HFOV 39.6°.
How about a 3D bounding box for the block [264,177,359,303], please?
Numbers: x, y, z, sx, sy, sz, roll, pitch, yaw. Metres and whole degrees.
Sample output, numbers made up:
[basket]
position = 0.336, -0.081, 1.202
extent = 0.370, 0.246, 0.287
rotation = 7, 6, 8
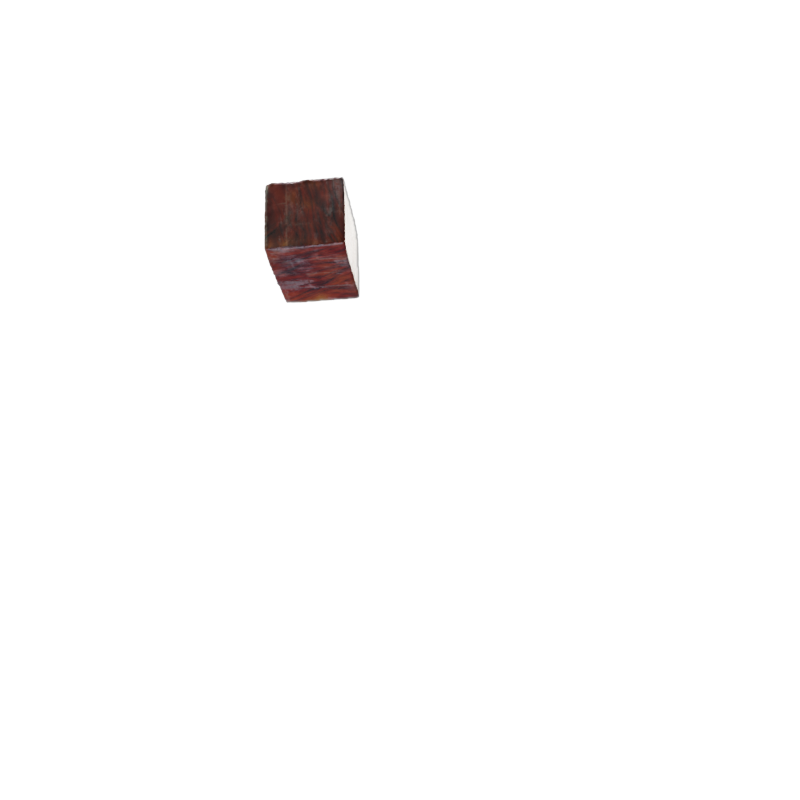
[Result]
[block]
position = -0.058, -0.105, 0.736
extent = 0.053, 0.054, 0.073
rotation = -4, -25, 5
